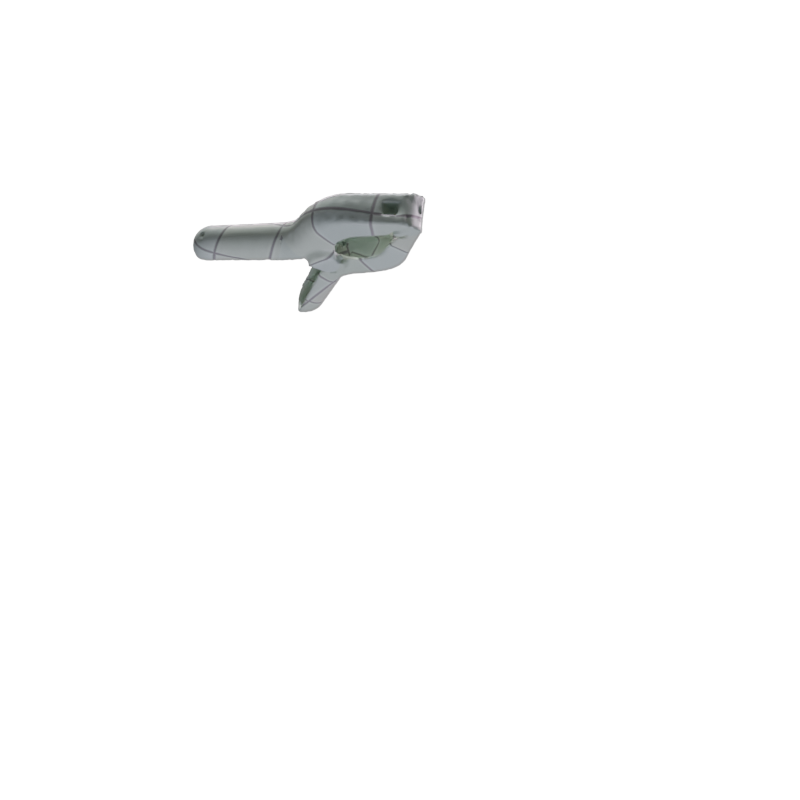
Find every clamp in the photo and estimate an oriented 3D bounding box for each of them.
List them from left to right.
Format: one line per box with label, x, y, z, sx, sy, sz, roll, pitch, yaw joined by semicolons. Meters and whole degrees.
clamp;-0.060;-0.110;0.772;0.114;0.041;0.172;16;-26;-37
